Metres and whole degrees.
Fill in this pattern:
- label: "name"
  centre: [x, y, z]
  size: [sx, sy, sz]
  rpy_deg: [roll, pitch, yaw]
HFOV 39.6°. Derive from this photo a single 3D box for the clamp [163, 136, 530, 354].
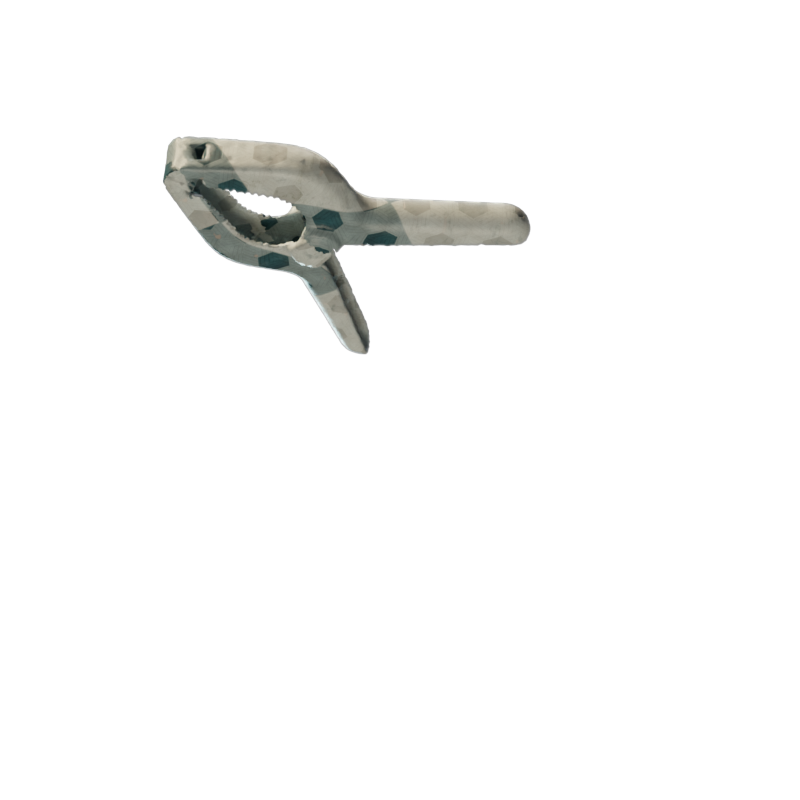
- label: "clamp"
  centre: [-0.052, -0.095, 0.666]
  size: [0.201, 0.039, 0.160]
  rpy_deg: [19, -39, -25]
